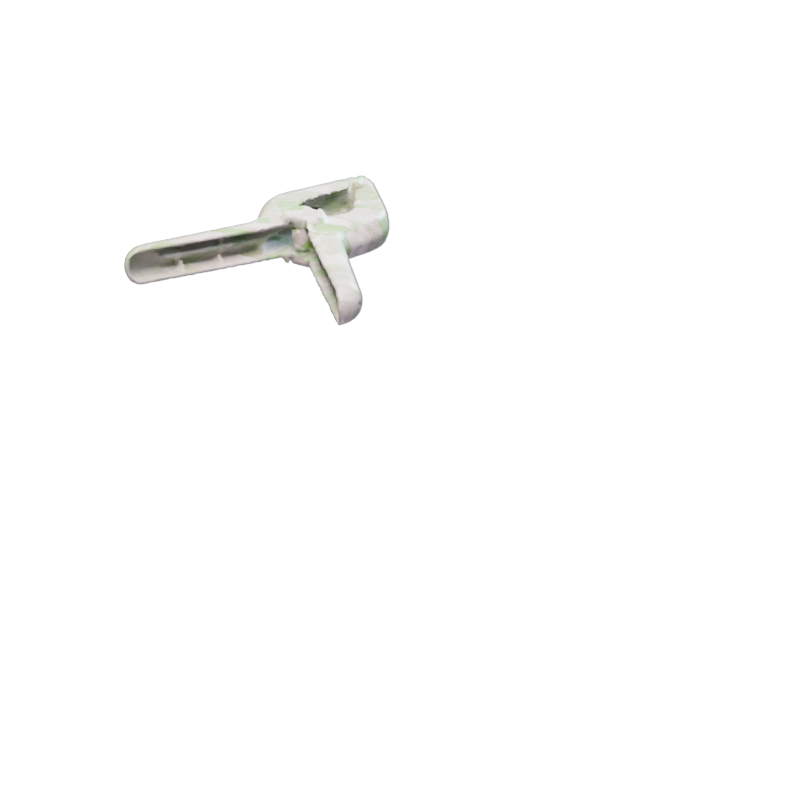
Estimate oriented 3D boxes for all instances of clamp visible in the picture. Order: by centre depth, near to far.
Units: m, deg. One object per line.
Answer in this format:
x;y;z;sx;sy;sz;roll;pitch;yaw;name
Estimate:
-0.059;-0.107;0.752;0.173;0.034;0.211;16;32;27;clamp
